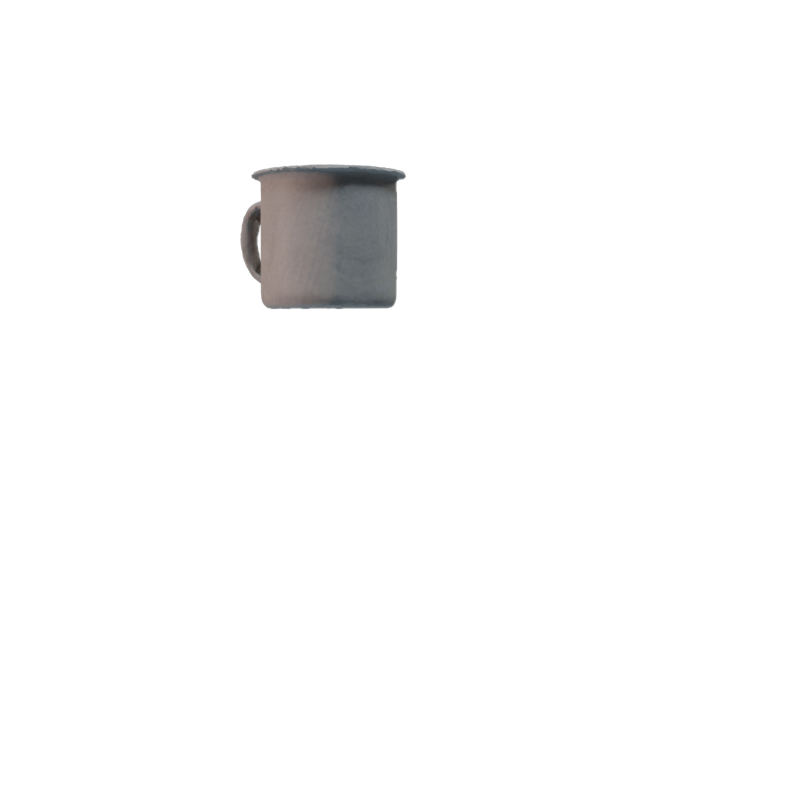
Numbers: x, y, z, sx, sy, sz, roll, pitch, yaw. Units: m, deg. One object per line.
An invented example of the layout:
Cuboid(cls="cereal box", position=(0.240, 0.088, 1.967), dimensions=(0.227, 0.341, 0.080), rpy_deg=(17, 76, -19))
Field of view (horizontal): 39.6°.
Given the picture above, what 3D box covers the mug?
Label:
Cuboid(cls="mug", position=(-0.053, -0.096, 0.673), dimensions=(0.121, 0.082, 0.090), rpy_deg=(2, 2, 37))
